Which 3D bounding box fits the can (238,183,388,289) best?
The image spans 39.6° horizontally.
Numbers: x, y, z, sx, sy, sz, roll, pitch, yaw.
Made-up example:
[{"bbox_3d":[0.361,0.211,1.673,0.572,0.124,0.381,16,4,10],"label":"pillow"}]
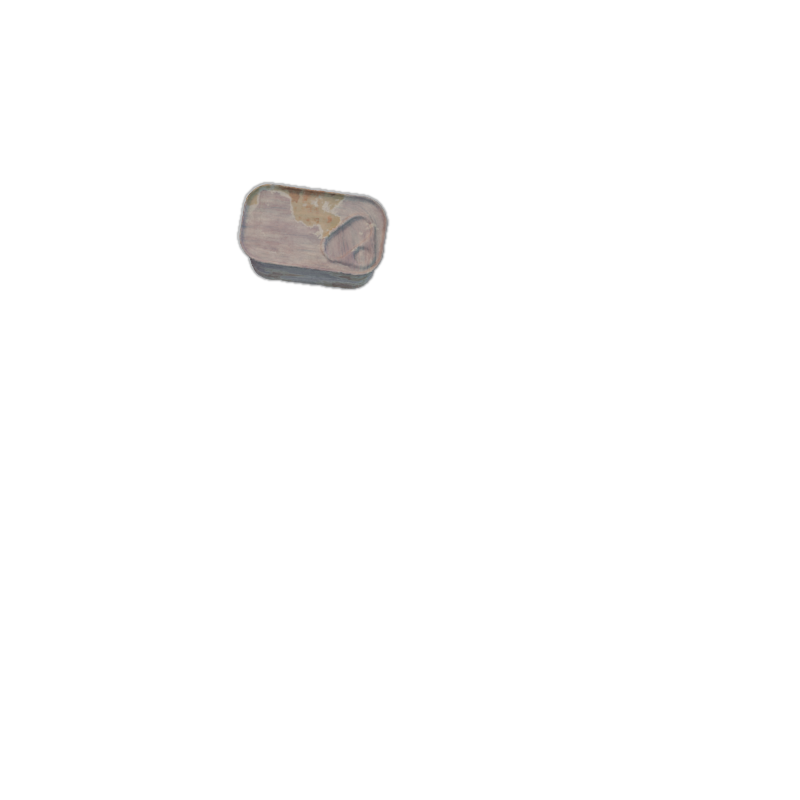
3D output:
[{"bbox_3d":[-0.063,-0.116,0.809,0.102,0.059,0.082,8,-7,-1],"label":"can"}]
